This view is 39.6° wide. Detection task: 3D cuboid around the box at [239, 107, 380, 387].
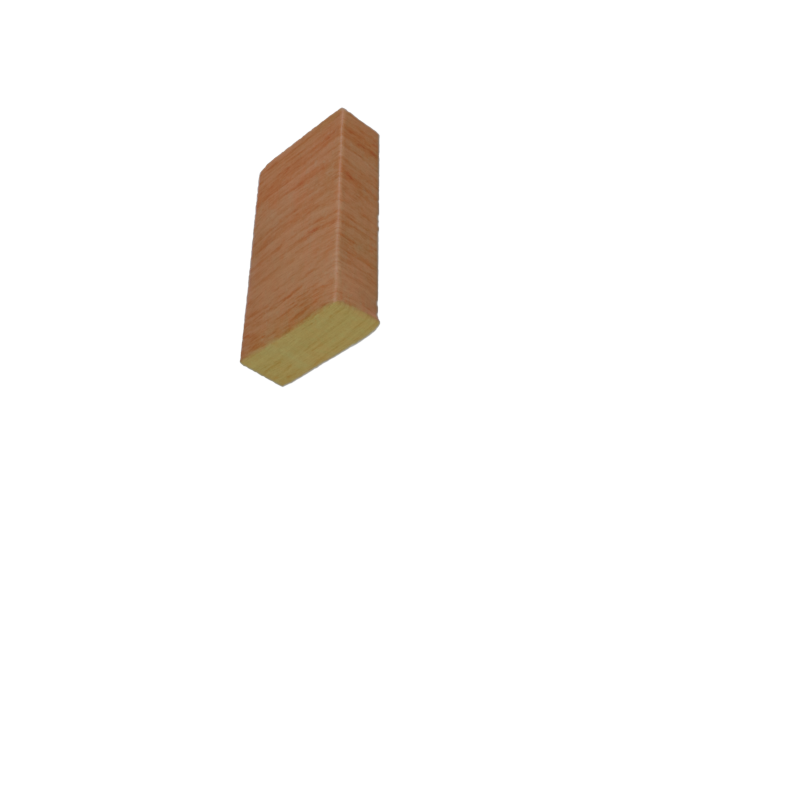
[{"bbox_3d":[-0.059,-0.107,0.748,0.093,0.189,0.045,-31,-45,32],"label":"box"}]
